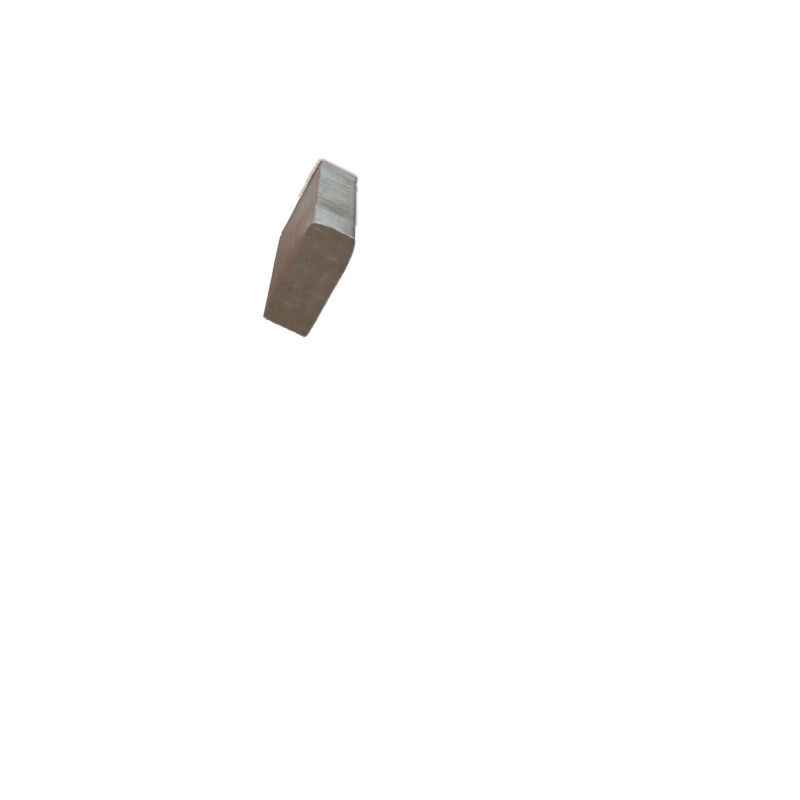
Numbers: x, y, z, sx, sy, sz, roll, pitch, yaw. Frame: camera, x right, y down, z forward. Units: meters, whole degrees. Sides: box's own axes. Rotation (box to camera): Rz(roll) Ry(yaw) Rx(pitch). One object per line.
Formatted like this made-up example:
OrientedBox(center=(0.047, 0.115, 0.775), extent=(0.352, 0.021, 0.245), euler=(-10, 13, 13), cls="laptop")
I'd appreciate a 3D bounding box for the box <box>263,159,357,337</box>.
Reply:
OrientedBox(center=(-0.074, -0.135, 0.946), extent=(0.047, 0.091, 0.186), euler=(25, 23, -16), cls="box")
